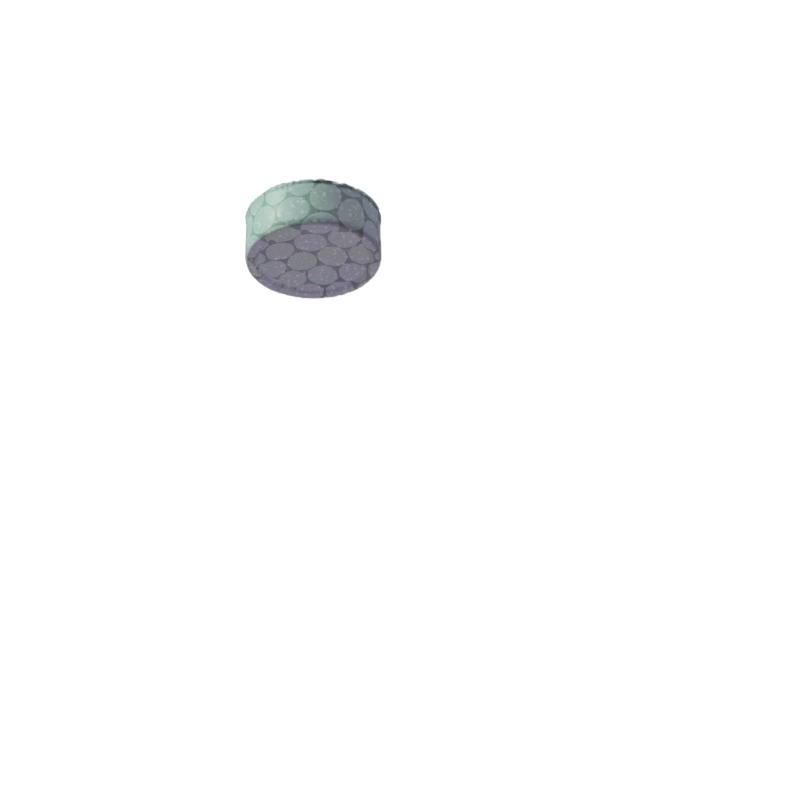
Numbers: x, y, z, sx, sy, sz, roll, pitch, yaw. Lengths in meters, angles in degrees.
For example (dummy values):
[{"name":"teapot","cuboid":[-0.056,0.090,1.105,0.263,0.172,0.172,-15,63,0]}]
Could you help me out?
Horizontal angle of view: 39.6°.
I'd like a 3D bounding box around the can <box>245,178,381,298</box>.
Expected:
[{"name":"can","cuboid":[-0.054,-0.099,0.691,0.086,0.036,0.081,1,-30,-2]}]
